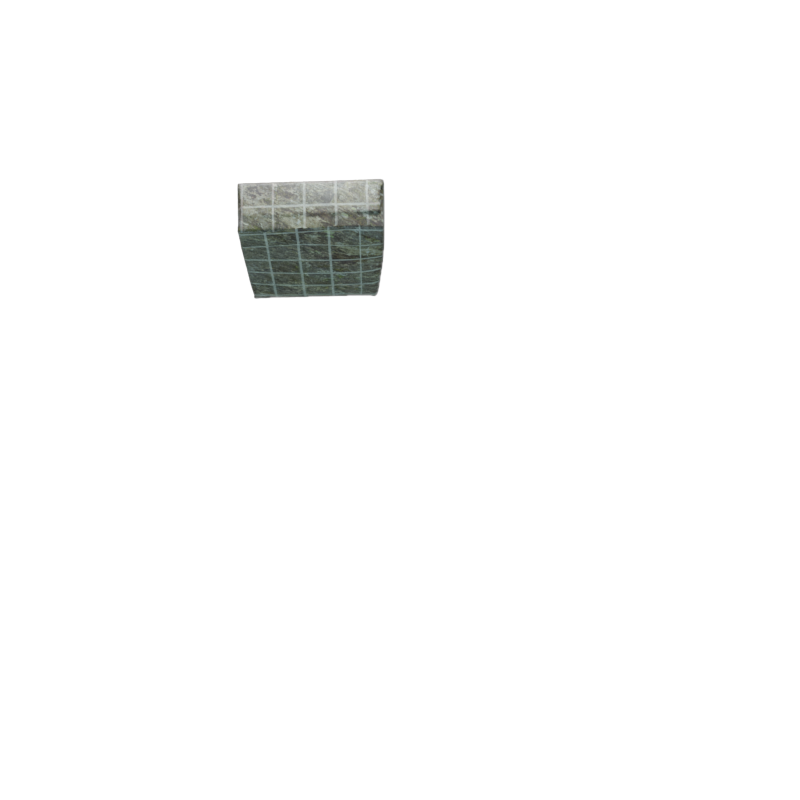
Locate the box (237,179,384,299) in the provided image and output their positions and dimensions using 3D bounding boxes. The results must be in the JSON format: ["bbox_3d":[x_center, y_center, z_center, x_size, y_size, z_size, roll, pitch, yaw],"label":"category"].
[{"bbox_3d":[-0.056,-0.102,0.715,0.090,0.041,0.108,0,-20,-1],"label":"box"}]
